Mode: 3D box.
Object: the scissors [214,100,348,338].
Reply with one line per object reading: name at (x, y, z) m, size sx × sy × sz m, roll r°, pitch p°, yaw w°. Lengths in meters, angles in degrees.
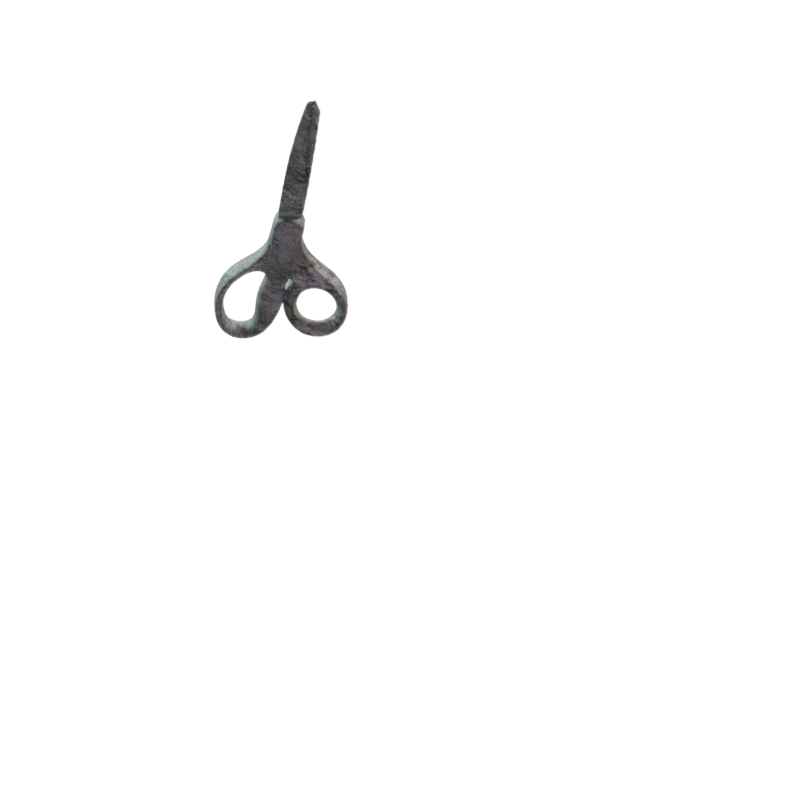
scissors at (-0.054, -0.098, 0.686) m, size 0.093 × 0.017 × 0.195 m, roll 18°, pitch -43°, yaw -21°
